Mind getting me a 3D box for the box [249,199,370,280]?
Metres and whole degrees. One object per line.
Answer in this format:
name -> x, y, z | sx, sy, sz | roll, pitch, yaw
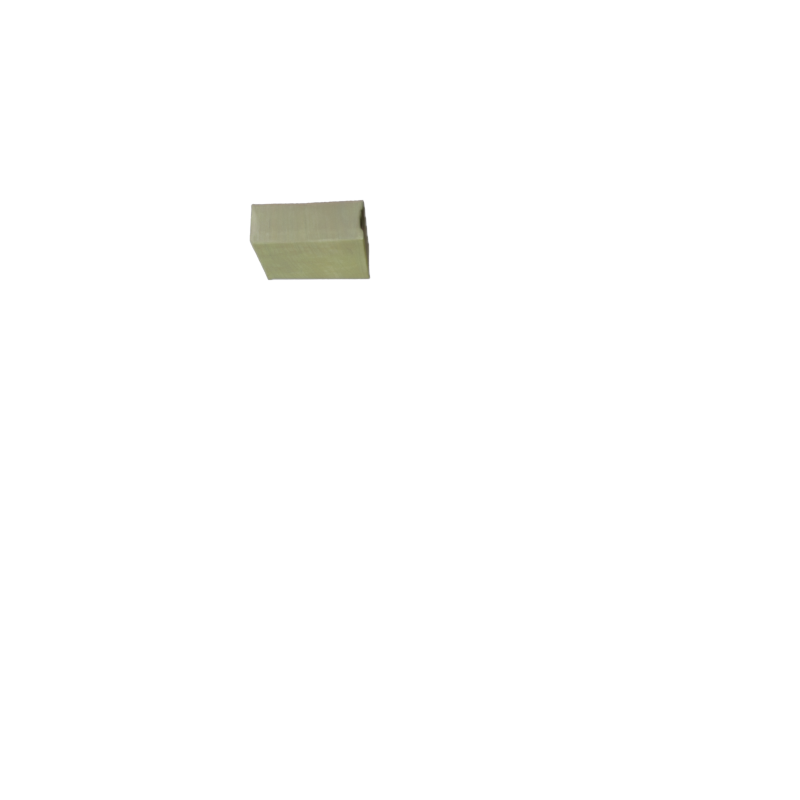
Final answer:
box -> -0.058, -0.106, 0.741 | 0.073, 0.031, 0.086 | -1, -11, 3
